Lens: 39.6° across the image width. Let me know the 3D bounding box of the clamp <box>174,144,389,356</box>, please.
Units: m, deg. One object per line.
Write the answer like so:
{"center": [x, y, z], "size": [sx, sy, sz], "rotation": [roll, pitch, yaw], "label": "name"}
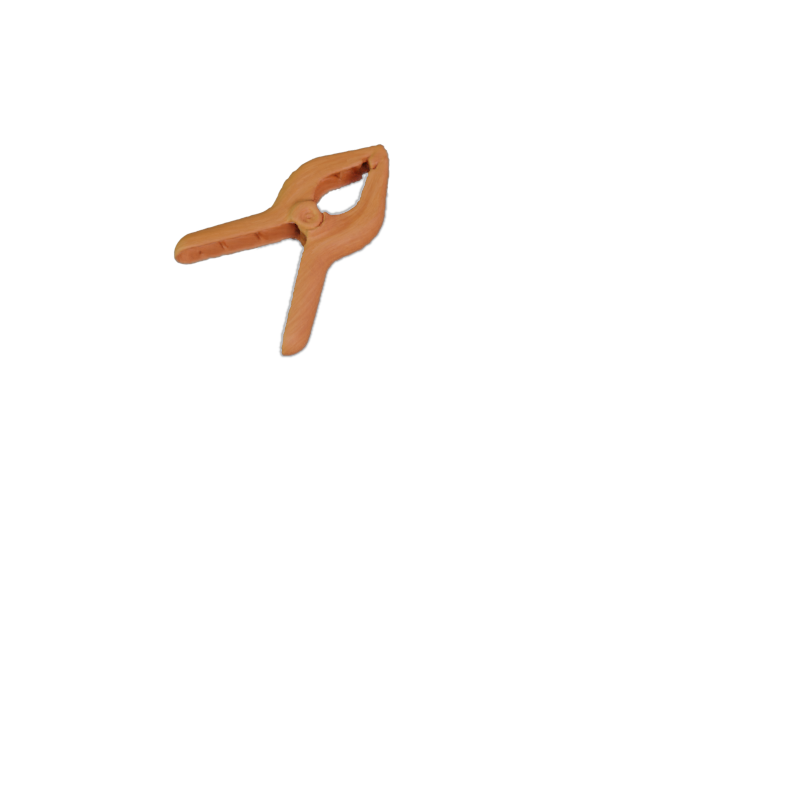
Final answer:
{"center": [-0.062, -0.113, 0.793], "size": [0.172, 0.125, 0.037], "rotation": [-37, -15, -12], "label": "clamp"}
